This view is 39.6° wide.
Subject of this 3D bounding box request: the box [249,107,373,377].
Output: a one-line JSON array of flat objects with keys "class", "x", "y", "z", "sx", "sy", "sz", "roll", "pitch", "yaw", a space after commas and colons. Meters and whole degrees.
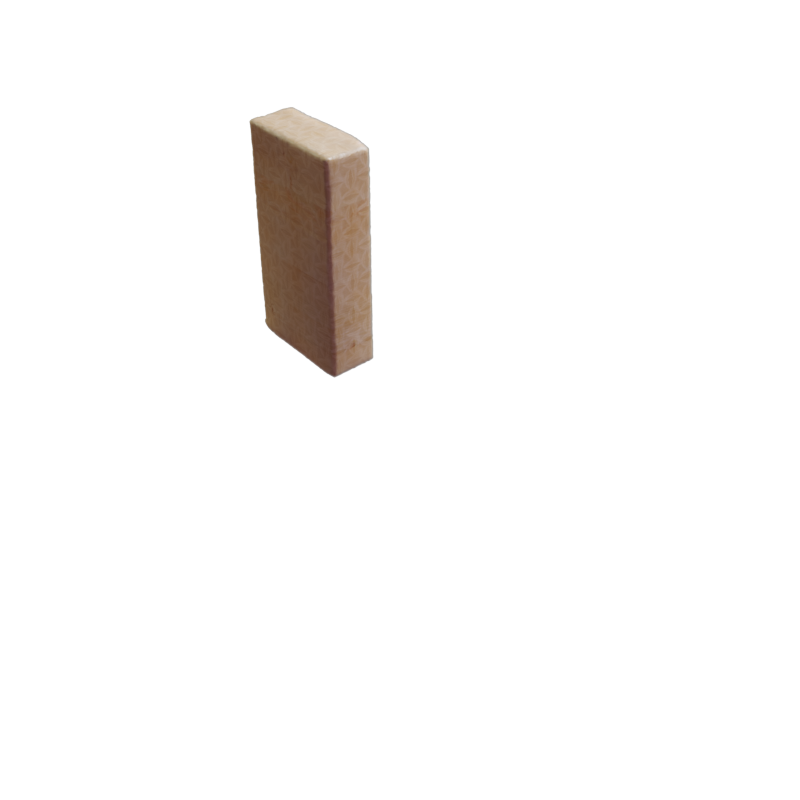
[{"class": "box", "x": -0.063, "y": -0.115, "z": 0.805, "sx": 0.047, "sy": 0.166, "sz": 0.100, "roll": -20, "pitch": 38, "yaw": -33}]
